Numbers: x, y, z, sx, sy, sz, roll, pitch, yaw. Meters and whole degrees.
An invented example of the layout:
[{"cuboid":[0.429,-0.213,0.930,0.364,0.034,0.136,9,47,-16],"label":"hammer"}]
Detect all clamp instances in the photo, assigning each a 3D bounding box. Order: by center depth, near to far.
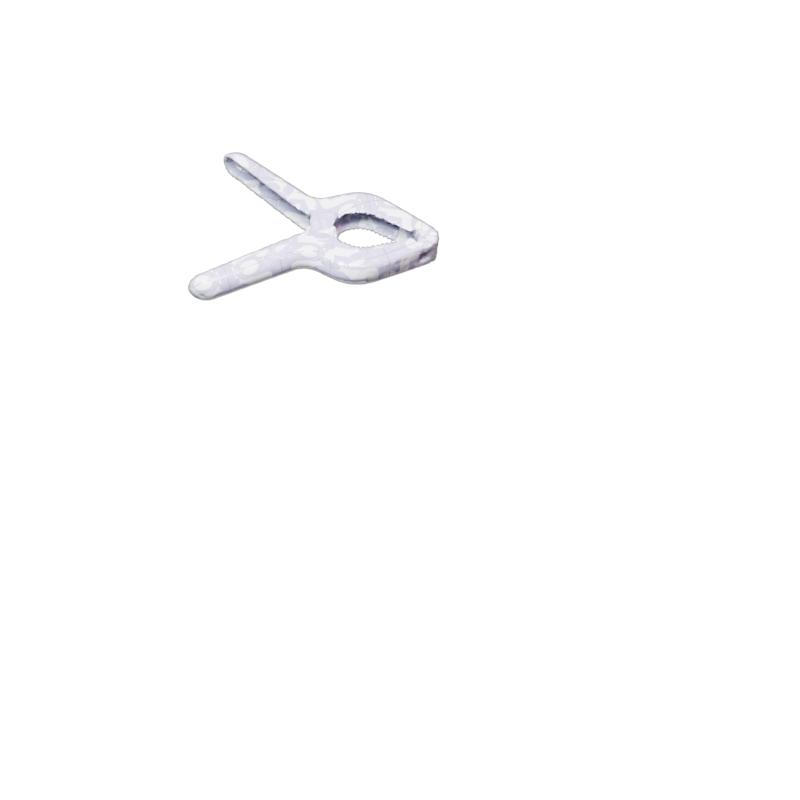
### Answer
[{"cuboid":[-0.075,-0.136,0.956,0.213,0.174,0.034,11,-36,8],"label":"clamp"}]
